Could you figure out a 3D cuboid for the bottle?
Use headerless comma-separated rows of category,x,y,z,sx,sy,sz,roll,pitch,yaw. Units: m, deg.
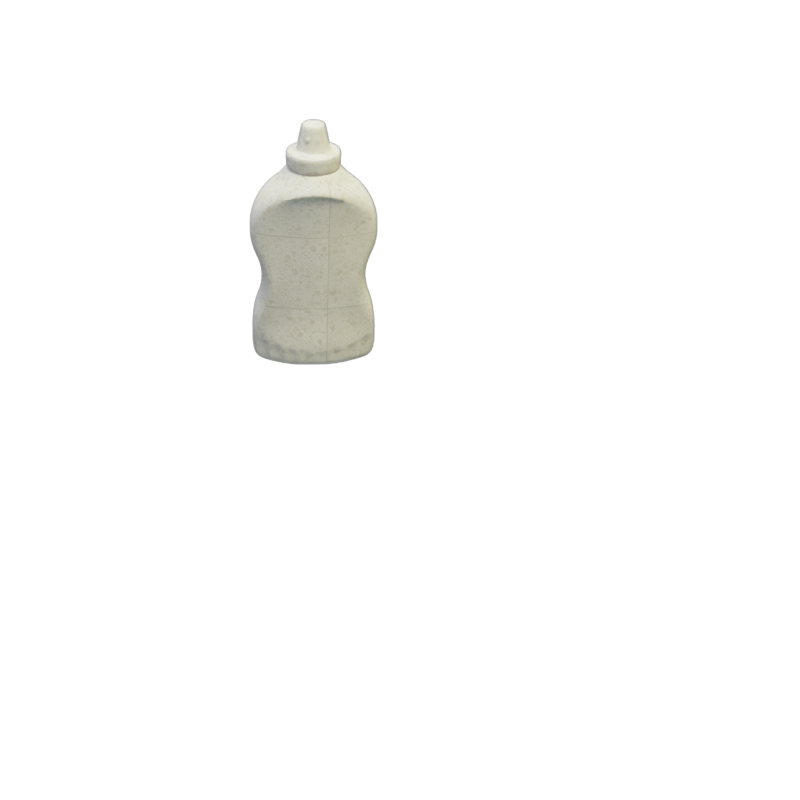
bottle,-0.066,-0.120,0.841,0.096,0.180,0.062,1,30,-2
